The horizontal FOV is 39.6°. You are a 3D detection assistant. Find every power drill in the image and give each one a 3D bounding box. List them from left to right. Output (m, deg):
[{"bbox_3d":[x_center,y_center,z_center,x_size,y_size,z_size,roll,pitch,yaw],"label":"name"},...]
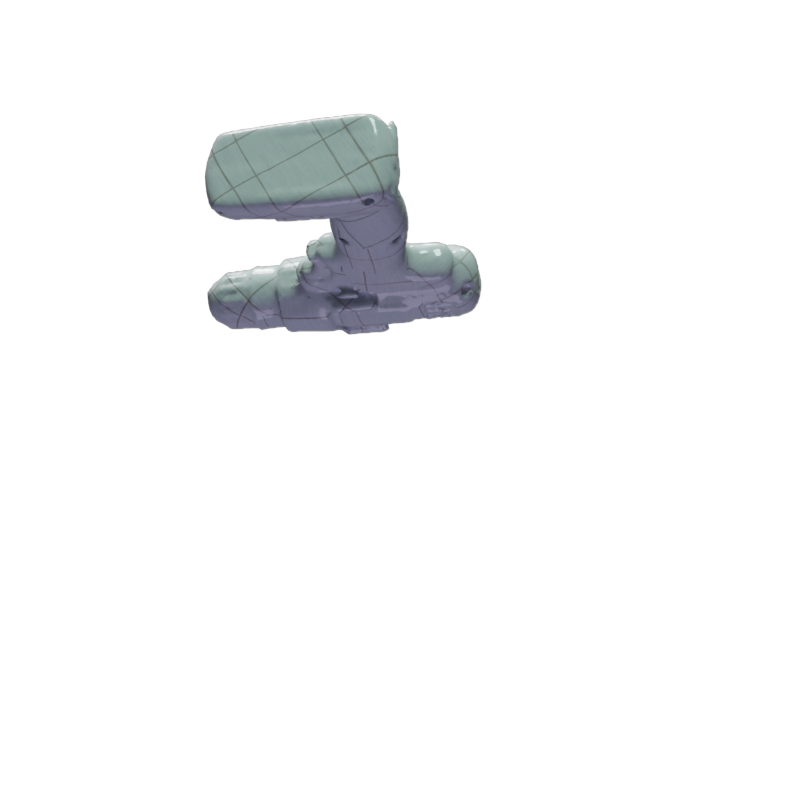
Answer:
[{"bbox_3d":[-0.053,-0.097,0.677,0.187,0.061,0.175,-5,-22,12],"label":"power drill"}]
